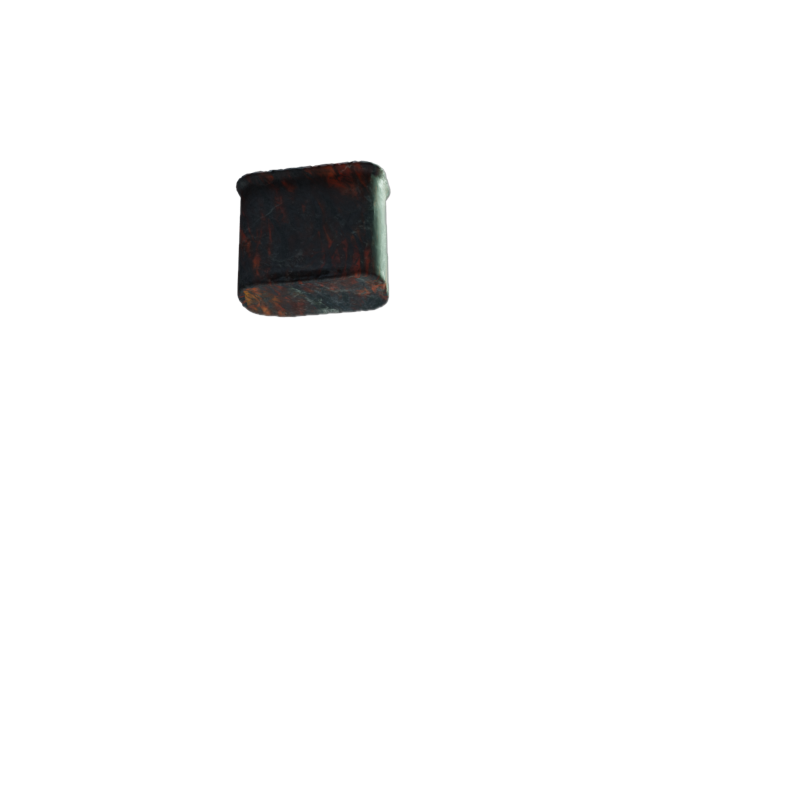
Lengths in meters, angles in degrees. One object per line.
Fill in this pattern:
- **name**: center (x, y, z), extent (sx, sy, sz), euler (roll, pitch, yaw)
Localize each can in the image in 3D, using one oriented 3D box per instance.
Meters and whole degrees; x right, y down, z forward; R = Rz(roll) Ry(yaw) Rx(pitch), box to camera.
- **can**: center (-0.057, -0.104, 0.728), extent (0.103, 0.089, 0.054), euler (-5, -26, 9)
